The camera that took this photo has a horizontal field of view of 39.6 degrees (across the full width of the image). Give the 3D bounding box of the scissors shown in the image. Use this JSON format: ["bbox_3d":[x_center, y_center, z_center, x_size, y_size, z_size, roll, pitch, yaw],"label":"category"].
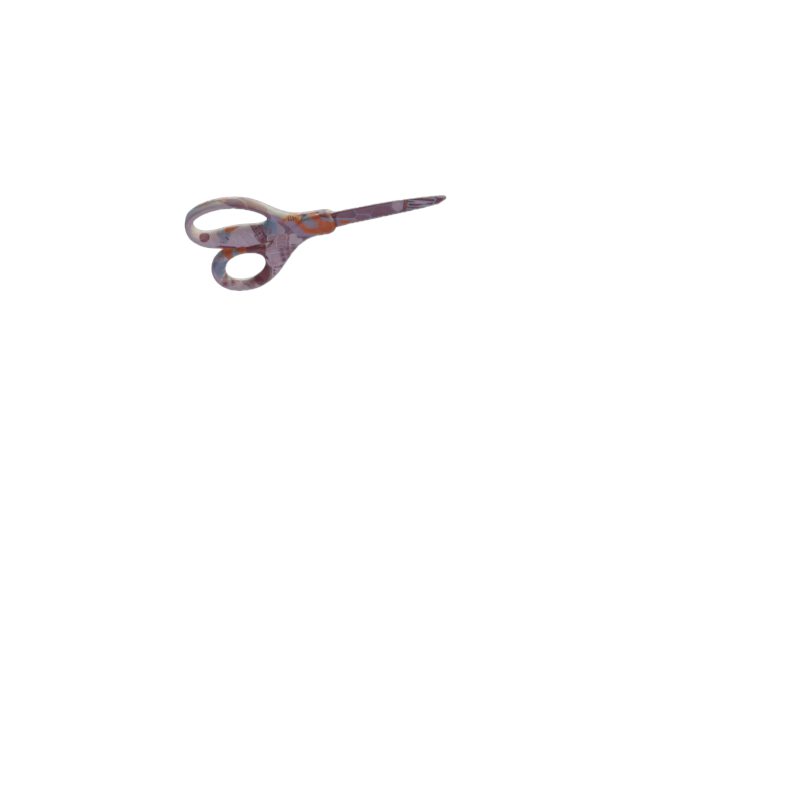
[{"bbox_3d":[-0.069,-0.125,0.876,0.201,0.090,0.017,1,41,-1],"label":"scissors"}]
